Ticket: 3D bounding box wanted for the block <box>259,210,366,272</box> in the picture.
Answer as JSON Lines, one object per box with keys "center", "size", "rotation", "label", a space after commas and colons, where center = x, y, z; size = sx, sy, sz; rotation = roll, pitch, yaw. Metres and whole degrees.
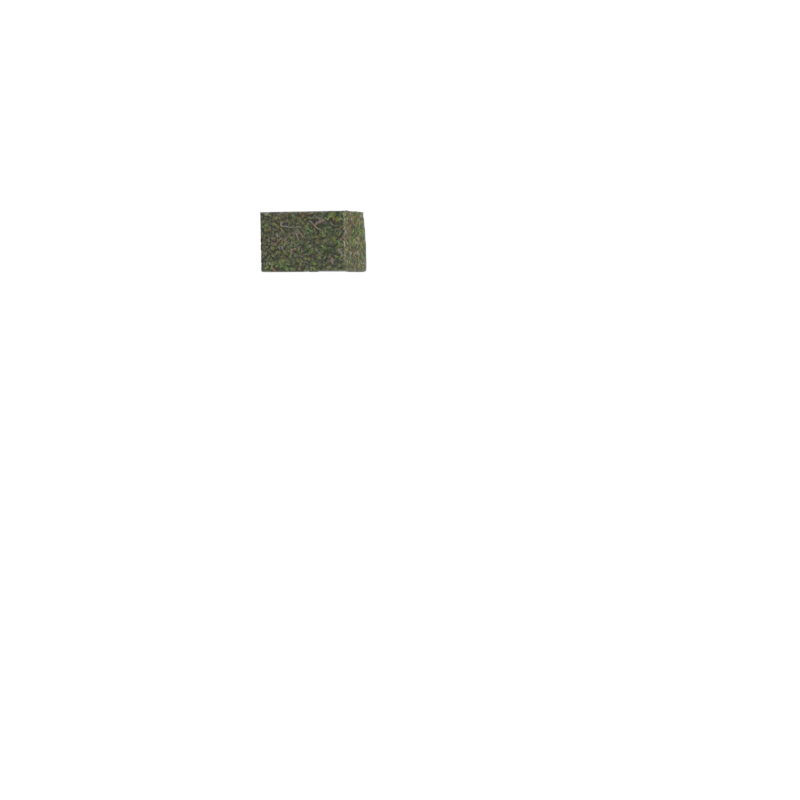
{"center": [-0.073, -0.133, 0.931], "size": [0.080, 0.051, 0.052], "rotation": [2, 3, 19], "label": "block"}
